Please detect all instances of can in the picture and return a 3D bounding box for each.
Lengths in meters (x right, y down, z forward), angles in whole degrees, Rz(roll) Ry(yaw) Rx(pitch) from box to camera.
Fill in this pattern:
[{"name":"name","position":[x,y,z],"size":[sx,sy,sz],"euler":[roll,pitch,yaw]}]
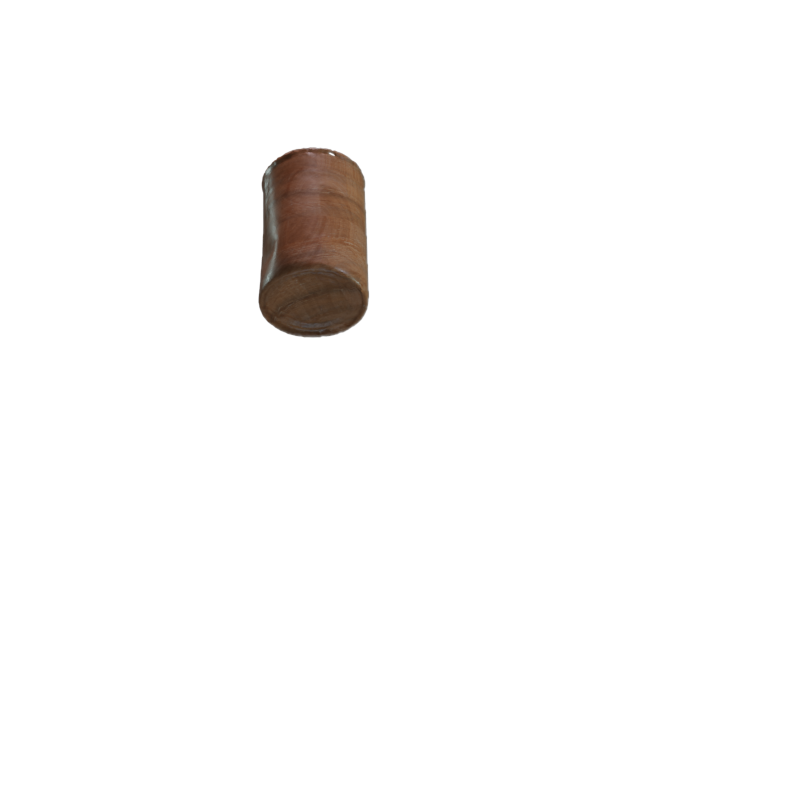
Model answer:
[{"name":"can","position":[-0.054,-0.099,0.692],"size":[0.068,0.110,0.064],"euler":[-1,-39,-3]}]
